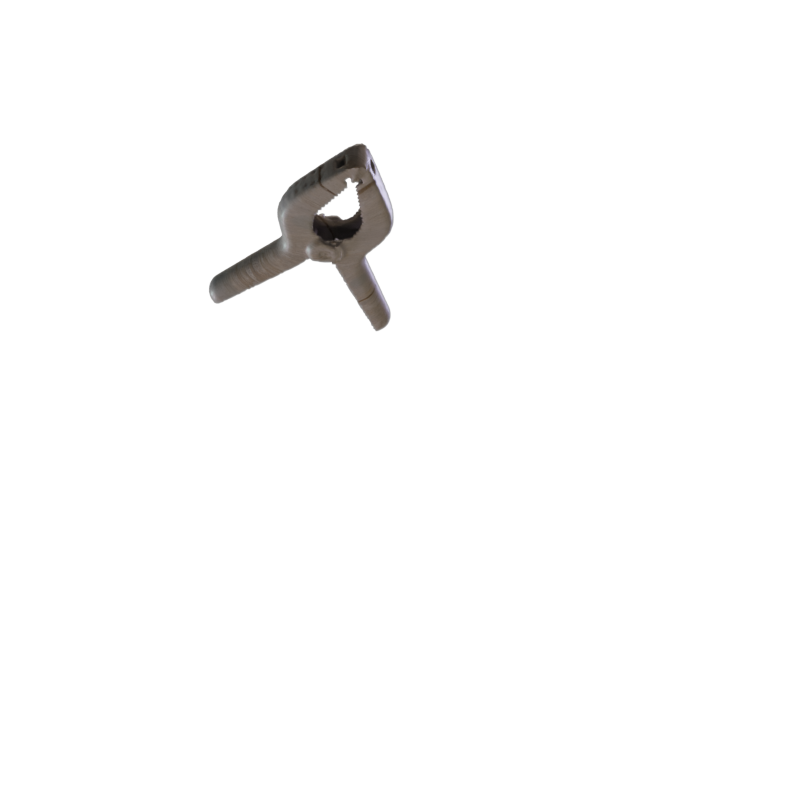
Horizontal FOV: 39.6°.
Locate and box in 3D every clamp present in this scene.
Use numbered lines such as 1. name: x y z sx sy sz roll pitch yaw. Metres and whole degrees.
1. clamp: -0.072 -0.132 0.925 0.163 0.039 0.198 6 -37 -8
